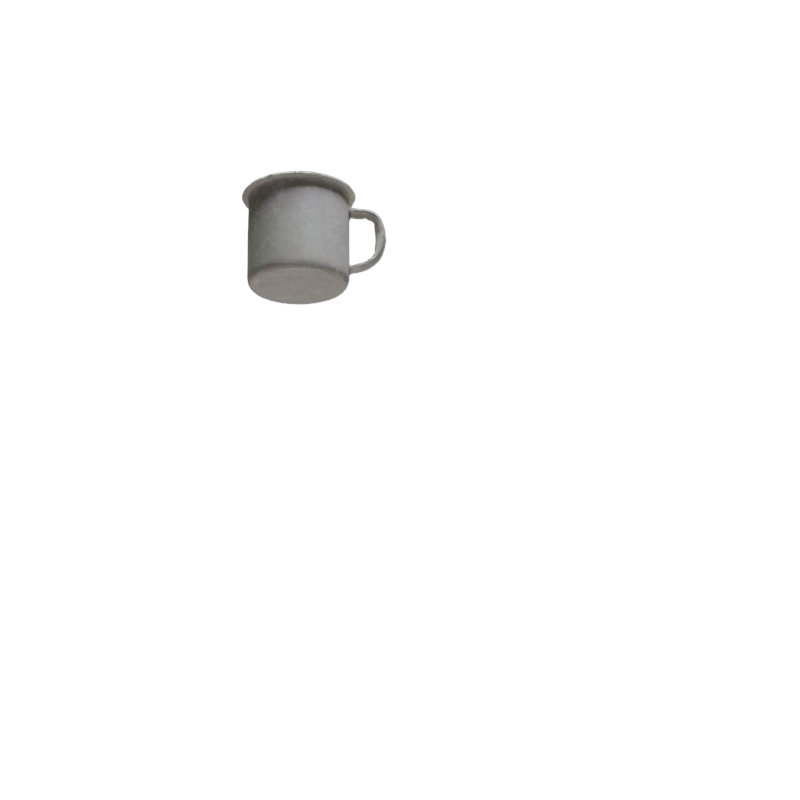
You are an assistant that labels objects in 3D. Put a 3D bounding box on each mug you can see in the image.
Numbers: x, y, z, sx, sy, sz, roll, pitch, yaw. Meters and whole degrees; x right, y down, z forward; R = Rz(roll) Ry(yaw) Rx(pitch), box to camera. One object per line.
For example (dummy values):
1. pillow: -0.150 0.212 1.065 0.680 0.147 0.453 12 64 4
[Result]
1. mug: -0.070 -0.128 0.895 0.117 0.086 0.089 0 -20 -3
